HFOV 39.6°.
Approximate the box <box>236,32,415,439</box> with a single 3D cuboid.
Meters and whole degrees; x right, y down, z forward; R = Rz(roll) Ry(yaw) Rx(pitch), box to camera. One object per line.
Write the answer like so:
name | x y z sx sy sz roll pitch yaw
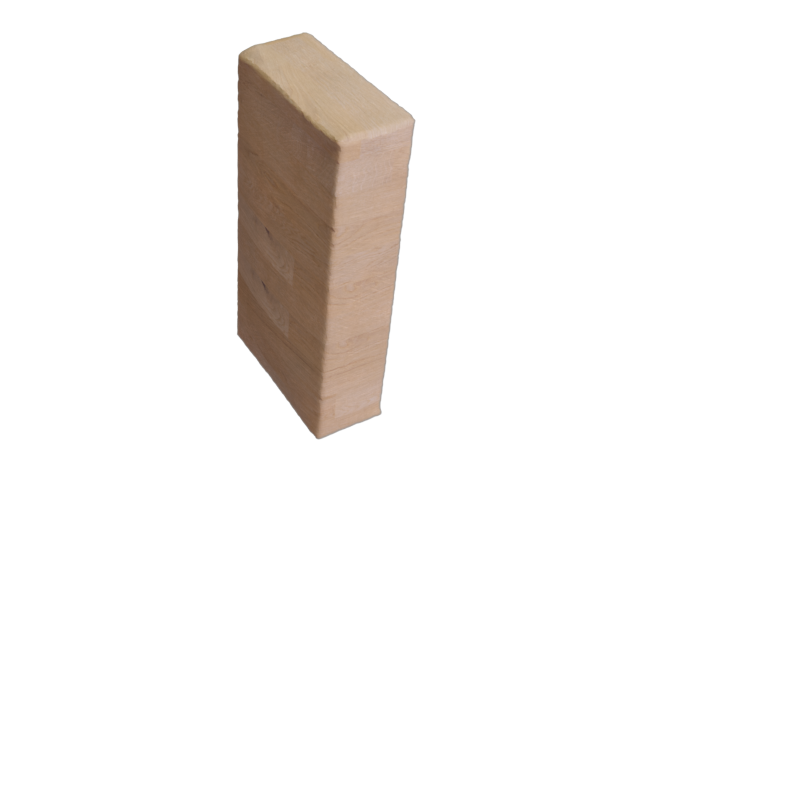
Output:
box | -0.042 -0.076 0.534 0.048 0.164 0.101 -20 46 -25
